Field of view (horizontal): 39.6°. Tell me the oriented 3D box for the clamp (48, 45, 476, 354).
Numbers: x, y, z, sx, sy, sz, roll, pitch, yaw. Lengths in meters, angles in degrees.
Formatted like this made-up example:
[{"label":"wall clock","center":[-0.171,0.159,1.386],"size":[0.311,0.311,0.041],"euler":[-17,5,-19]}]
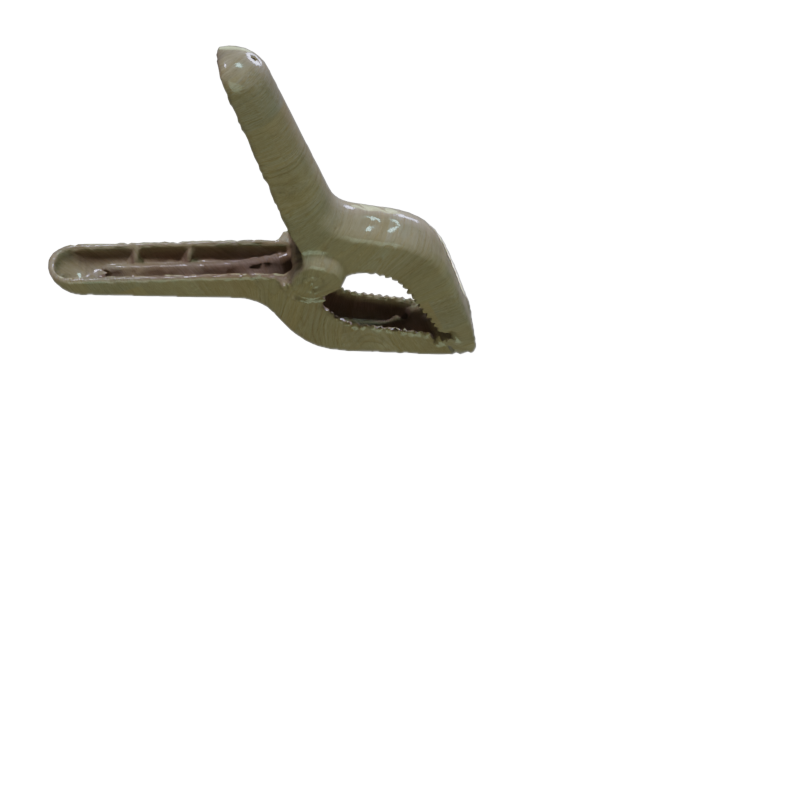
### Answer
[{"label":"clamp","center":[-0.041,-0.075,0.525],"size":[0.201,0.039,0.160],"euler":[19,-42,-23]}]
